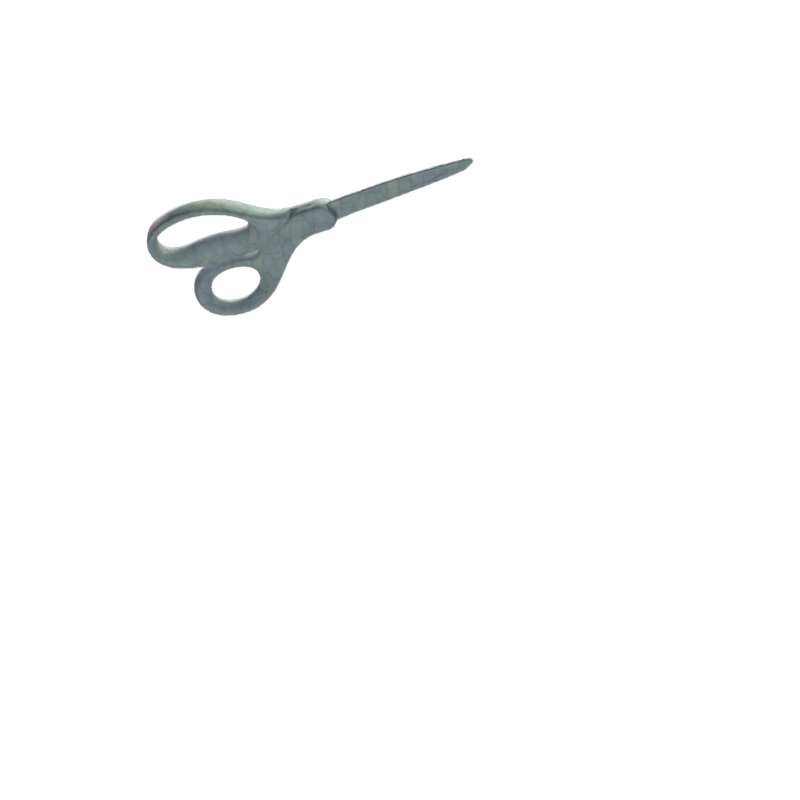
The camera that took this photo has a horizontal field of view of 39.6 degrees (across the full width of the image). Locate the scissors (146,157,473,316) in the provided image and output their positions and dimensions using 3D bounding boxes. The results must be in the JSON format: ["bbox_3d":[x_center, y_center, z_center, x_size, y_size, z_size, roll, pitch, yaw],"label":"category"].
[{"bbox_3d":[-0.053,-0.097,0.680,0.203,0.089,0.017,-6,43,6],"label":"scissors"}]
